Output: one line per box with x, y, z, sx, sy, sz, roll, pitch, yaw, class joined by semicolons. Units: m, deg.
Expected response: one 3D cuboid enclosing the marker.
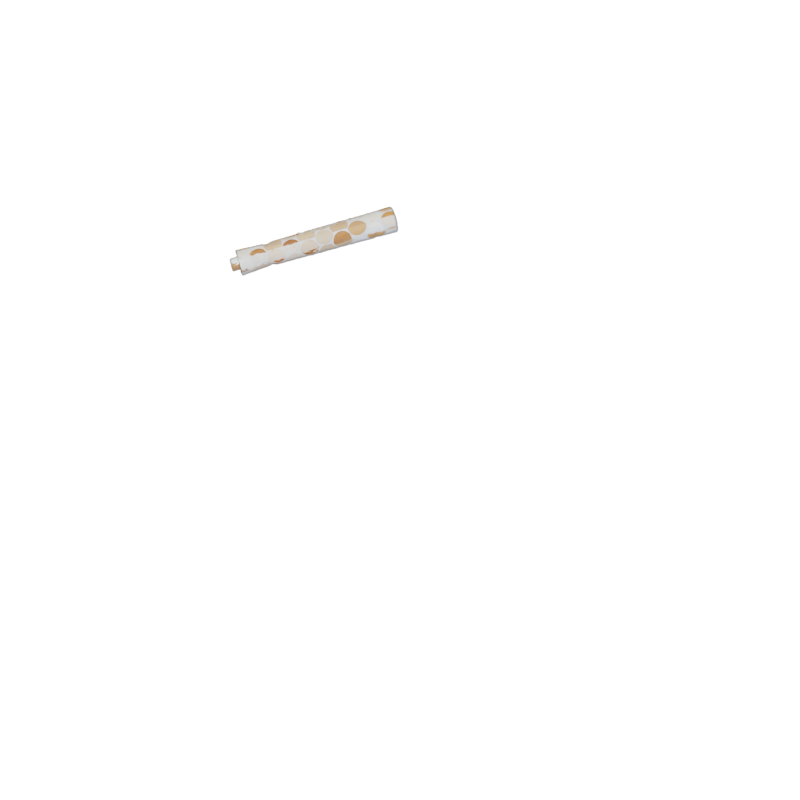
-0.061;-0.112;0.785;0.120;0.020;0.020;-17;6;-6;marker
